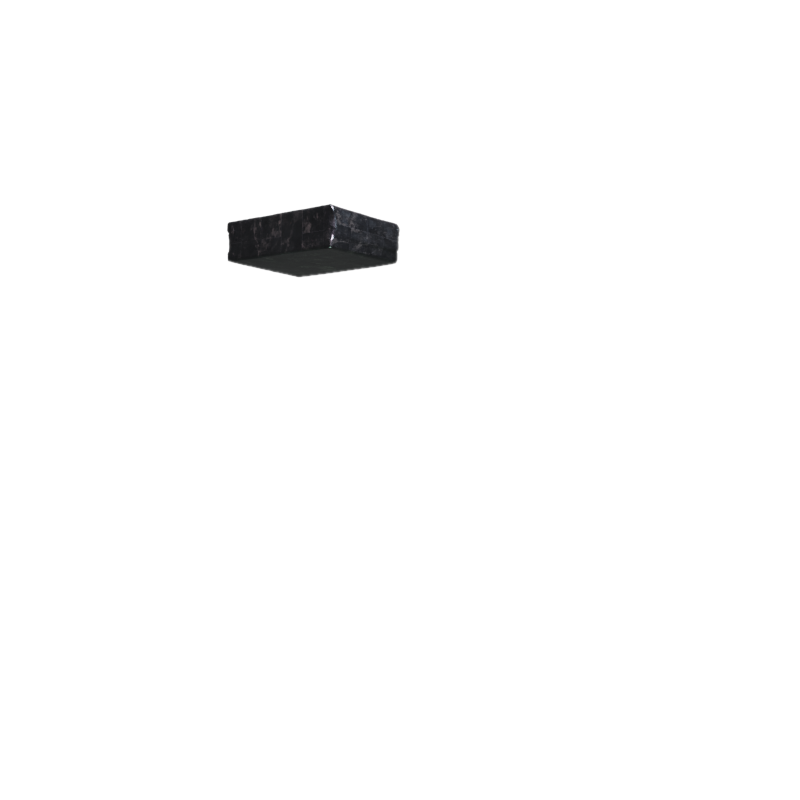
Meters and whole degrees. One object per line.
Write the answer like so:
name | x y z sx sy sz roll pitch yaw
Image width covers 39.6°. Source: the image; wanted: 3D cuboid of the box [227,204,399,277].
box | -0.057 -0.104 0.726 0.092 0.031 0.069 -4 -6 37
